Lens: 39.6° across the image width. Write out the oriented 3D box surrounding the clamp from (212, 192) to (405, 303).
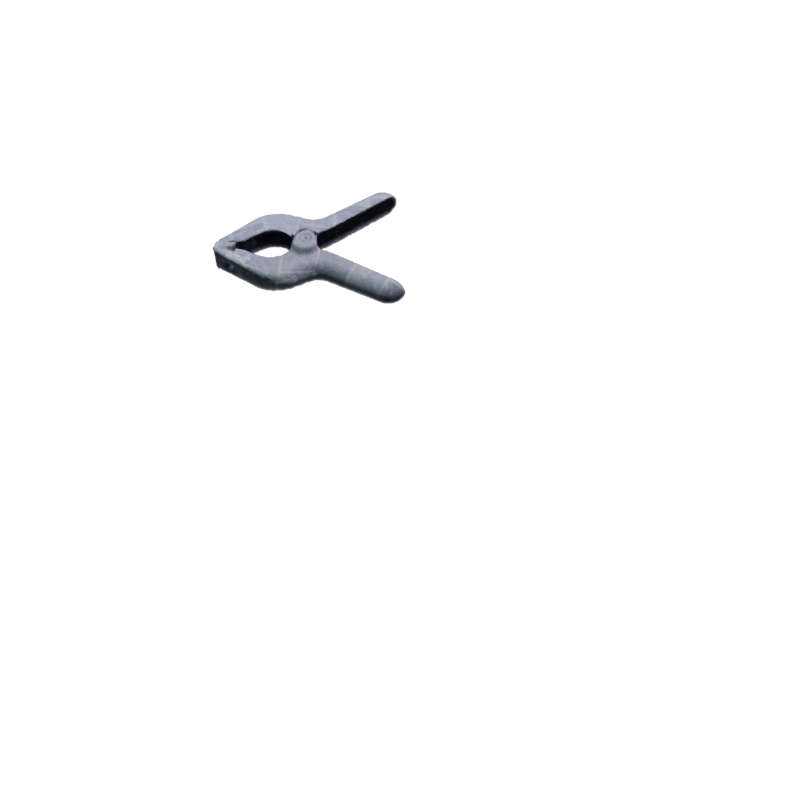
[{"bbox_3d":[-0.077,-0.141,0.989,0.173,0.128,0.036,5,-42,4],"label":"clamp"}]
